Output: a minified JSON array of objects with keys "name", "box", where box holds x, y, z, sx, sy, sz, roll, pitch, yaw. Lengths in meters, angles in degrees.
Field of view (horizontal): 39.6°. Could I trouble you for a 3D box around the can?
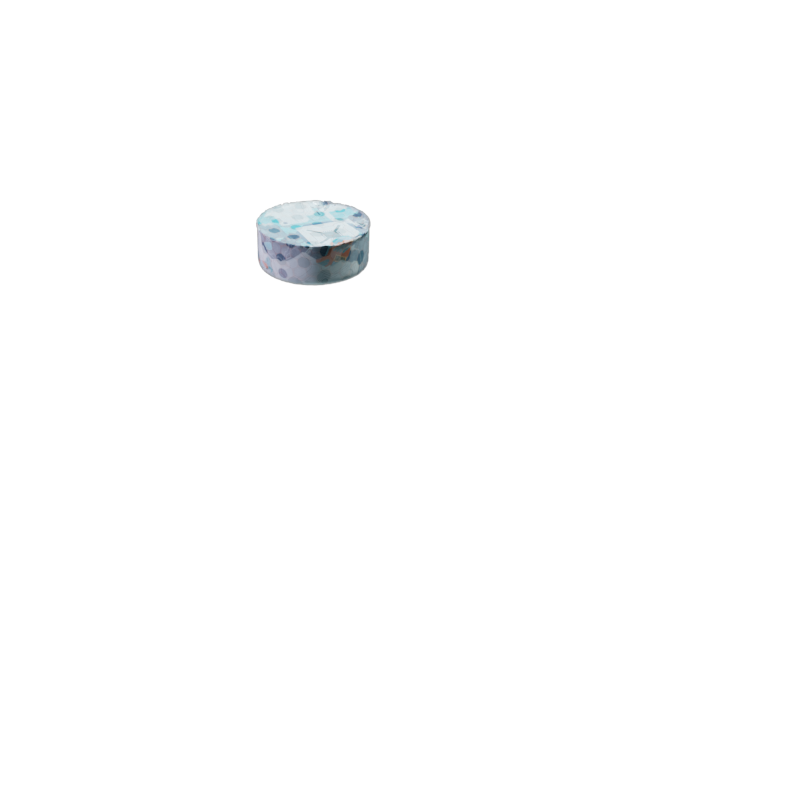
[{"name":"can","box":[-0.065,-0.119,0.835,0.086,0.032,0.091,-1,30,-2]}]
